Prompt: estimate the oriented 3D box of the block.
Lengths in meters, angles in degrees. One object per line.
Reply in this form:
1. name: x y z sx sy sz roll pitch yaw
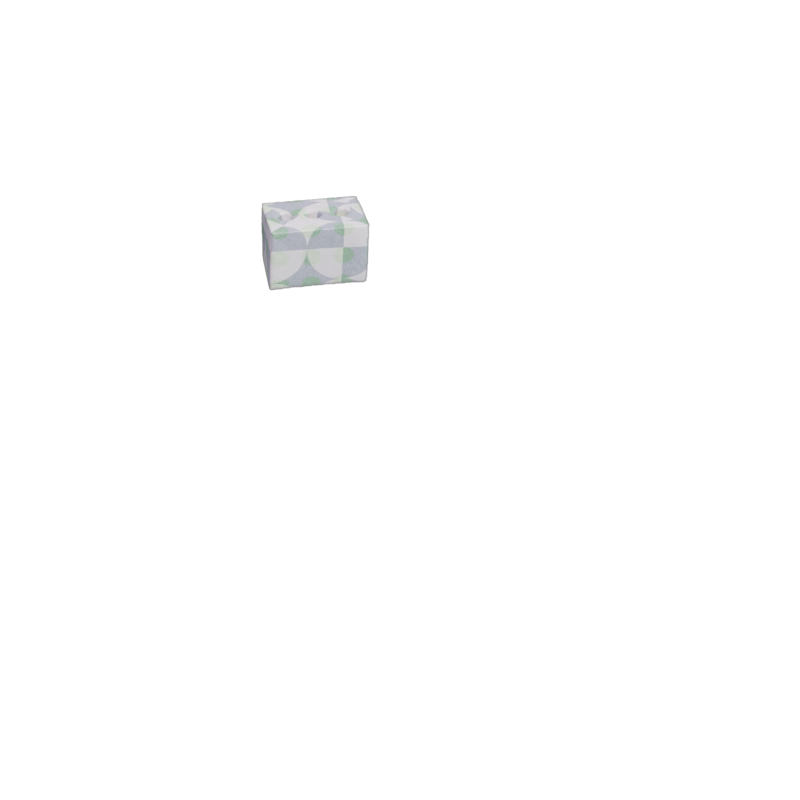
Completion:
1. block: -0.068 -0.123 0.864 0.077 0.048 0.057 -6 35 -10
